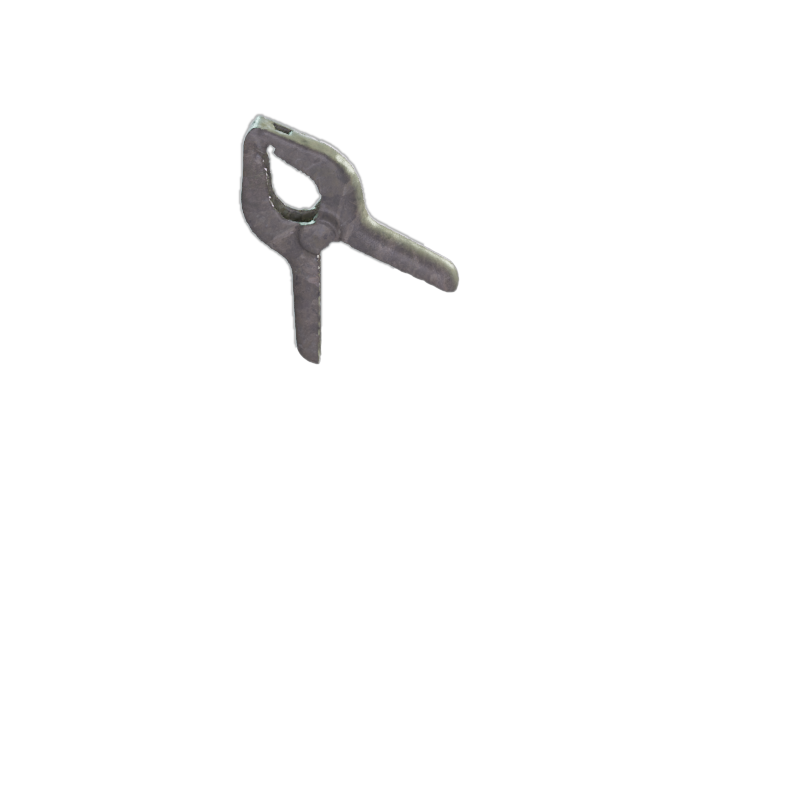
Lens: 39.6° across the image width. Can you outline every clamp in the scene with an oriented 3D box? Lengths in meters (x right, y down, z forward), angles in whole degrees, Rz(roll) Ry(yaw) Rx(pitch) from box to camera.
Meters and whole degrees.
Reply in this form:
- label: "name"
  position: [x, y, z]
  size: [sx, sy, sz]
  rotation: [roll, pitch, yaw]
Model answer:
- label: "clamp"
  position: [-0.057, -0.104, 0.726]
  size: [0.119, 0.166, 0.041]
  rotation: [-39, 14, 11]
